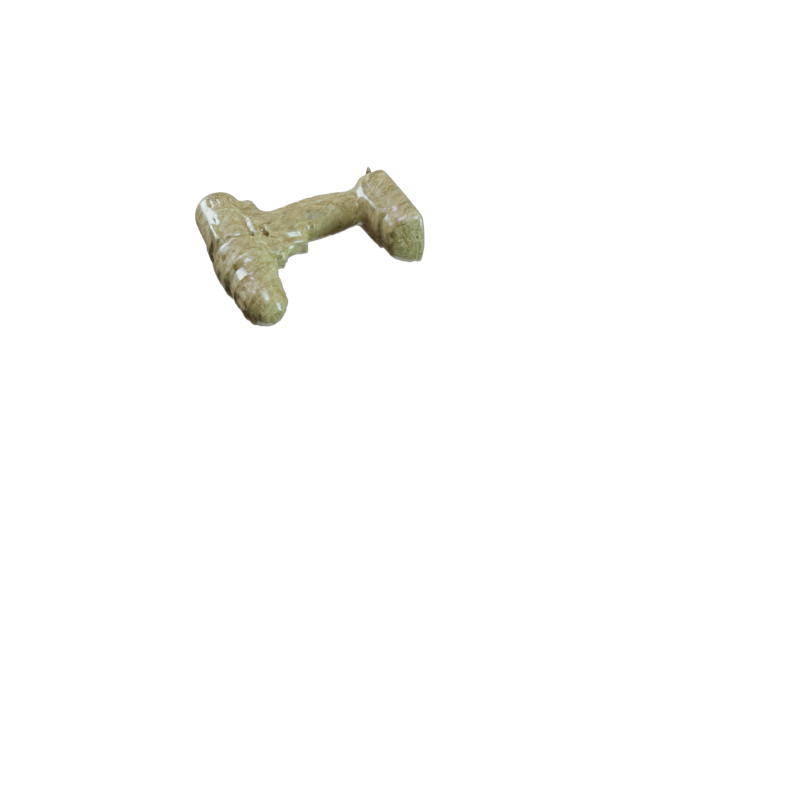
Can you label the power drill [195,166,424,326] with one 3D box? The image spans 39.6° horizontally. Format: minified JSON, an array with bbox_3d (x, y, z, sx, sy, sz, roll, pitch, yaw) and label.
[{"bbox_3d":[-0.077,-0.141,0.988,0.185,0.054,0.200,-13,41,-16],"label":"power drill"}]
